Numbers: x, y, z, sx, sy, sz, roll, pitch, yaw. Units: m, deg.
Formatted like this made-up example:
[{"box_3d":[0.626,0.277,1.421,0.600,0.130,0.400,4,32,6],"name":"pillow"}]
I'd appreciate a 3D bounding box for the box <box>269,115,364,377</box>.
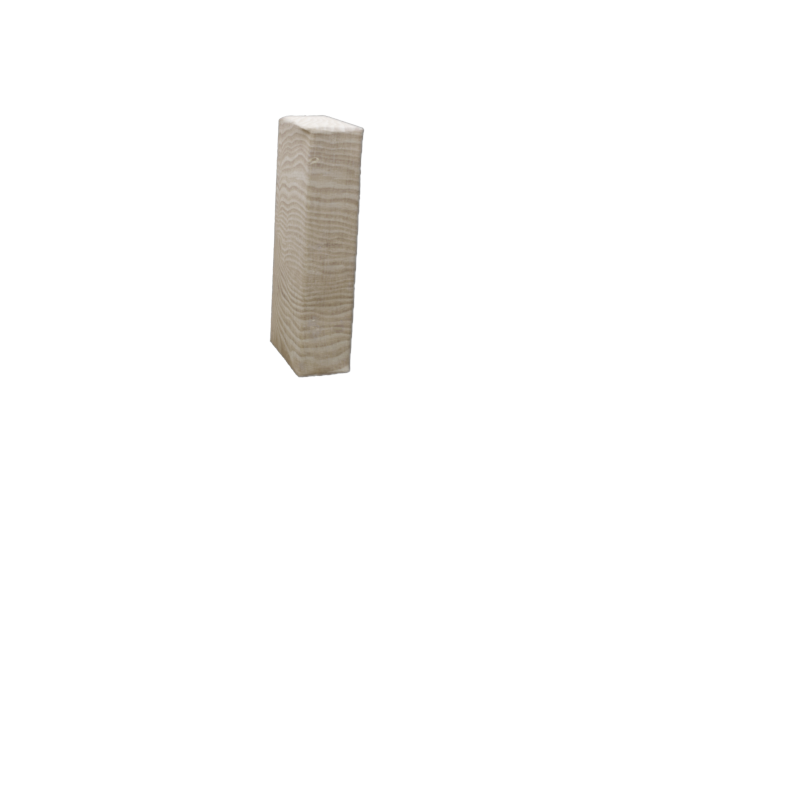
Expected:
[{"box_3d":[-0.063,-0.114,0.800,0.047,0.171,0.098,-3,14,-19],"name":"box"}]
